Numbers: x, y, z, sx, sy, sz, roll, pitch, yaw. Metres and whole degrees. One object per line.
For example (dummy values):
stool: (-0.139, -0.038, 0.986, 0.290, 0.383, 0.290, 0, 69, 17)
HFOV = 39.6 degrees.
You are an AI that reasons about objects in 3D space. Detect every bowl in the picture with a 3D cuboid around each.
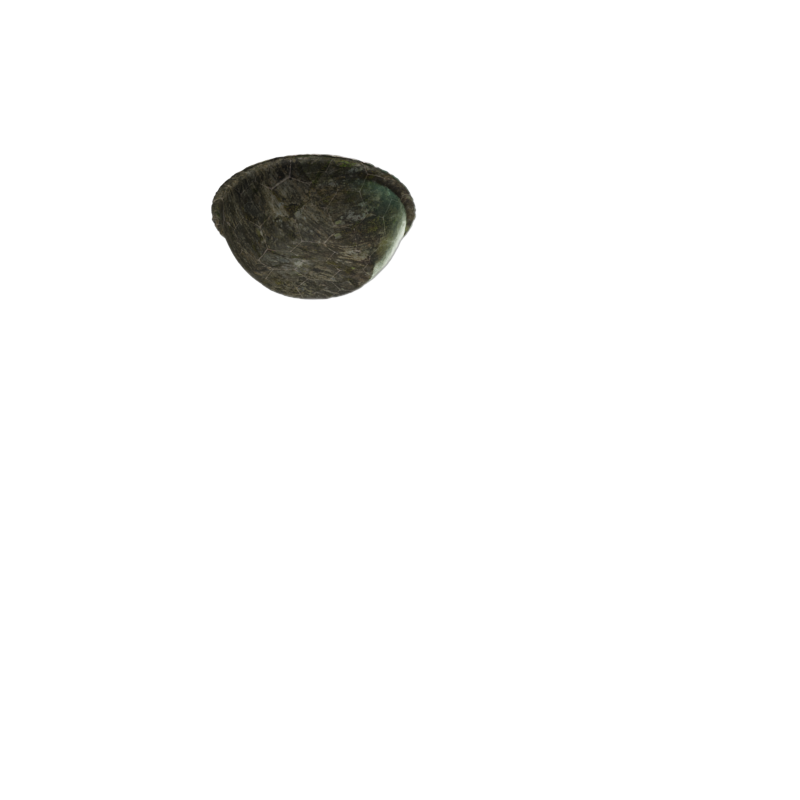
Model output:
bowl: (-0.068, -0.123, 0.864, 0.162, 0.058, 0.153, 1, -26, -2)
